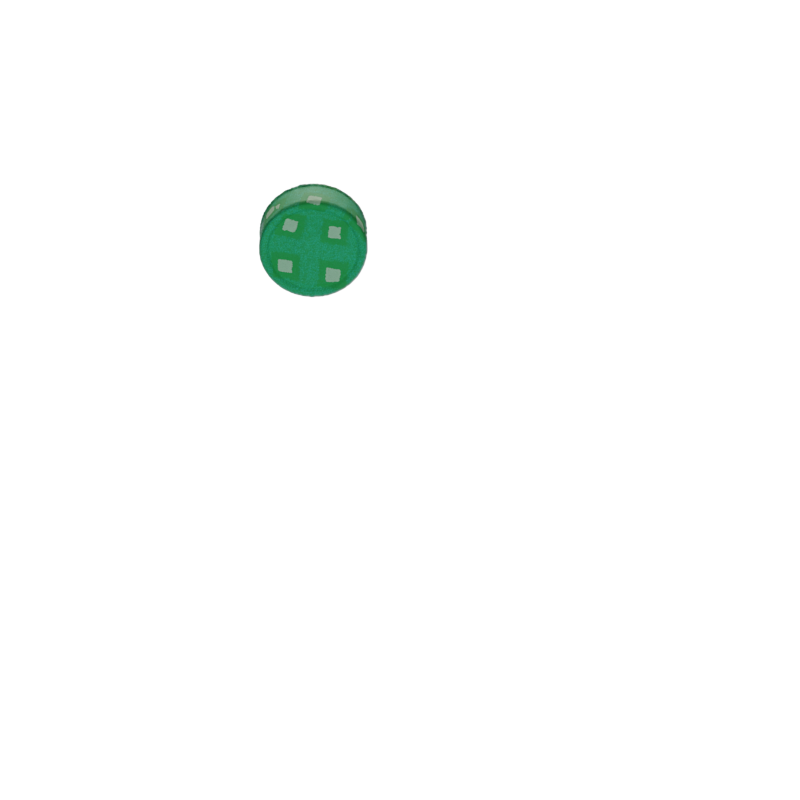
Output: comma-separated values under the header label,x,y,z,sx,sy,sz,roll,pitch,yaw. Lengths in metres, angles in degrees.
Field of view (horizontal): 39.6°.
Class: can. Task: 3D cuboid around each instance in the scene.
label,x,y,z,sx,sy,sz,roll,pitch,yaw
can,-0.068,-0.124,0.870,0.086,0.081,0.036,1,31,-1
